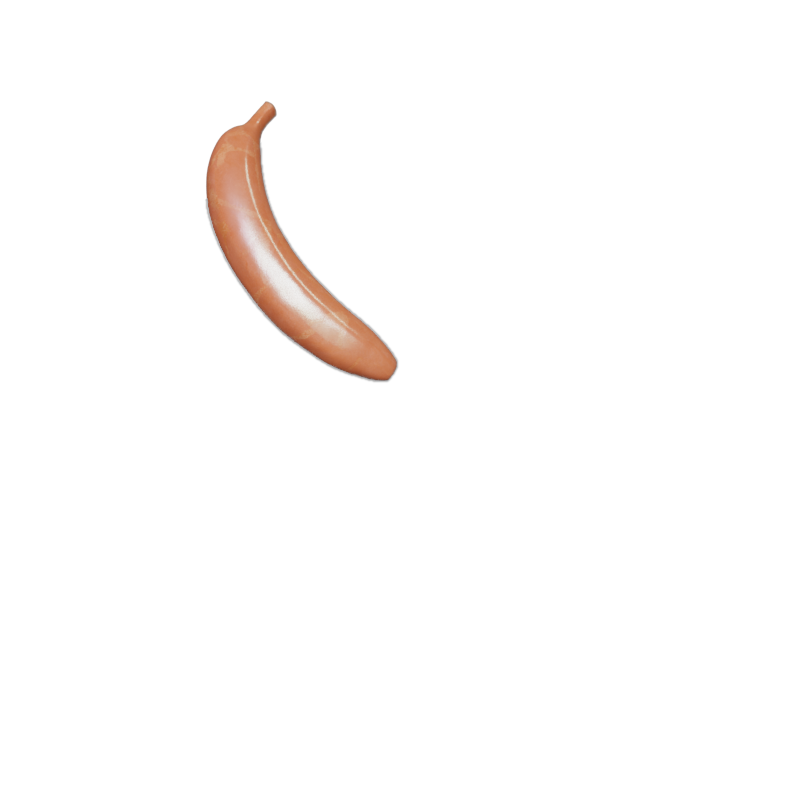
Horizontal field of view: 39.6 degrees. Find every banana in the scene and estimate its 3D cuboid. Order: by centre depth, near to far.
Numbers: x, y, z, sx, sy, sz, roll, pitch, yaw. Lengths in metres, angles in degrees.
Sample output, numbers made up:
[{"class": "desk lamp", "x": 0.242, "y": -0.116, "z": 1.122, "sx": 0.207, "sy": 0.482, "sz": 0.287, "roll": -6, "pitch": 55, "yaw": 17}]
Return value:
[{"class": "banana", "x": -0.071, "y": -0.093, "z": 0.673, "sx": 0.069, "sy": 0.207, "sz": 0.035, "roll": -23, "pitch": -16, "yaw": -7}]
